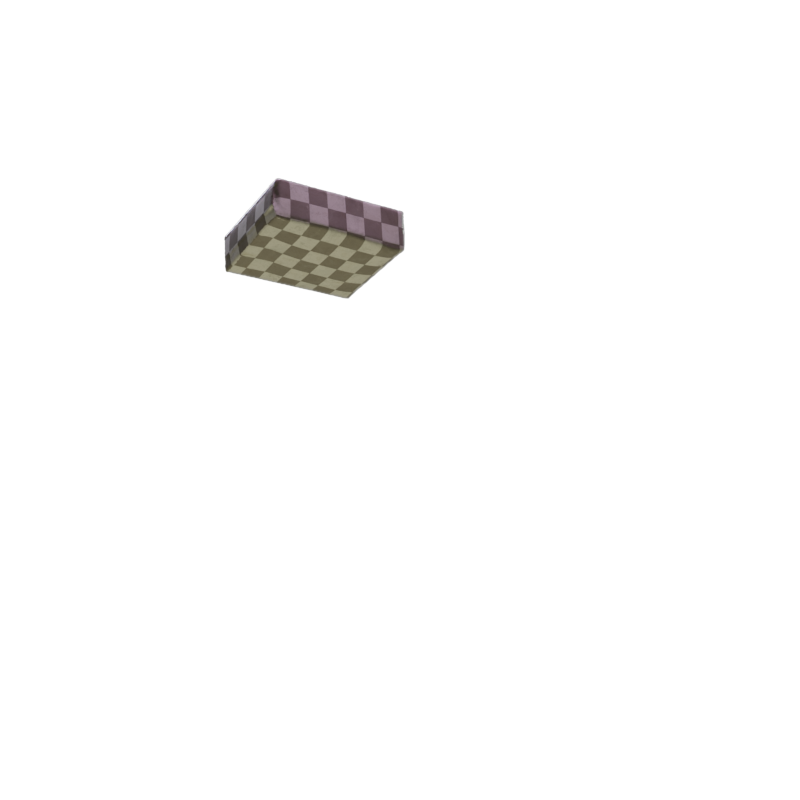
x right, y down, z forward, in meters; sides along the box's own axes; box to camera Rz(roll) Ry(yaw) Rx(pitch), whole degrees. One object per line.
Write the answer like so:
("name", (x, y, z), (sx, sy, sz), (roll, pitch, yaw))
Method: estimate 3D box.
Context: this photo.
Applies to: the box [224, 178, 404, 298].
("box", (-0.066, -0.121, 0.846), (0.109, 0.041, 0.088), (14, -29, -27))
